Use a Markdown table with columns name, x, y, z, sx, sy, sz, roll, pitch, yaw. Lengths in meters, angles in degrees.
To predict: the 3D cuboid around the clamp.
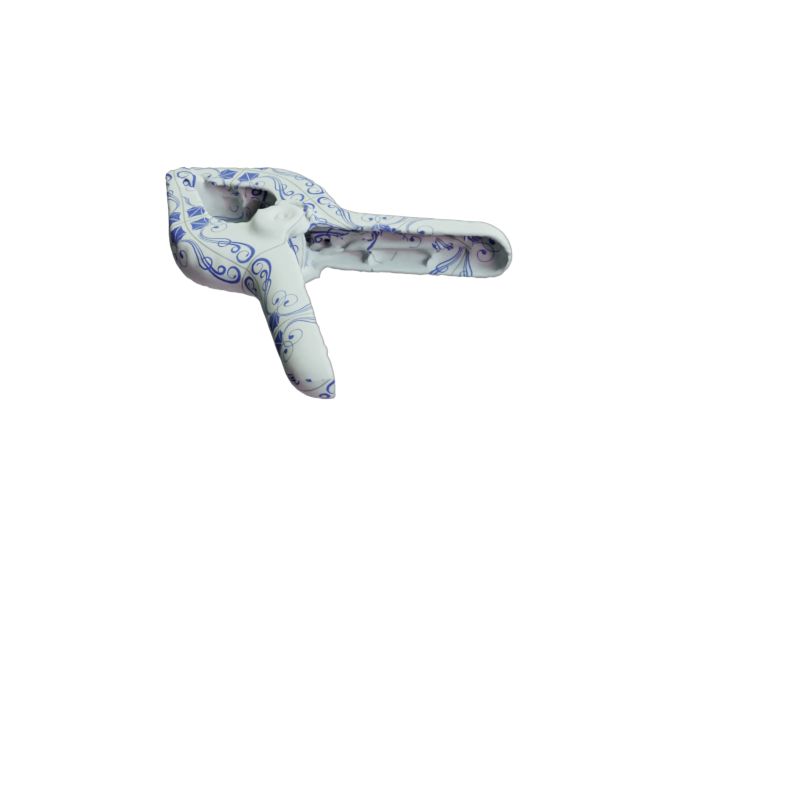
| name | x | y | z | sx | sy | sz | roll | pitch | yaw |
| --- | --- | --- | --- | --- | --- | --- | --- | --- | --- |
| clamp | -0.039 | -0.071 | 0.498 | 0.119 | 0.037 | 0.185 | -24 | 43 | -28 |
